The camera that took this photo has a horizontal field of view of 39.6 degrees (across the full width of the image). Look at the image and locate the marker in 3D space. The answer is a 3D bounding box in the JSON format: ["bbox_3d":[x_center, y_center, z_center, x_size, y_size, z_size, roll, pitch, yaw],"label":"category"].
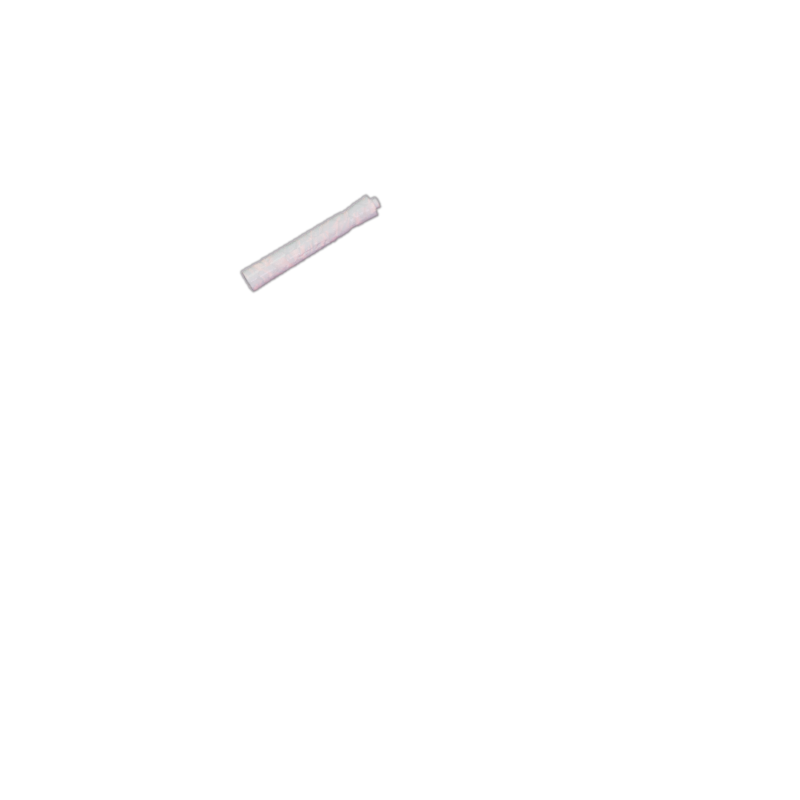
[{"bbox_3d":[-0.068,-0.123,0.862,0.121,0.019,0.020,-33,10,-8],"label":"marker"}]
